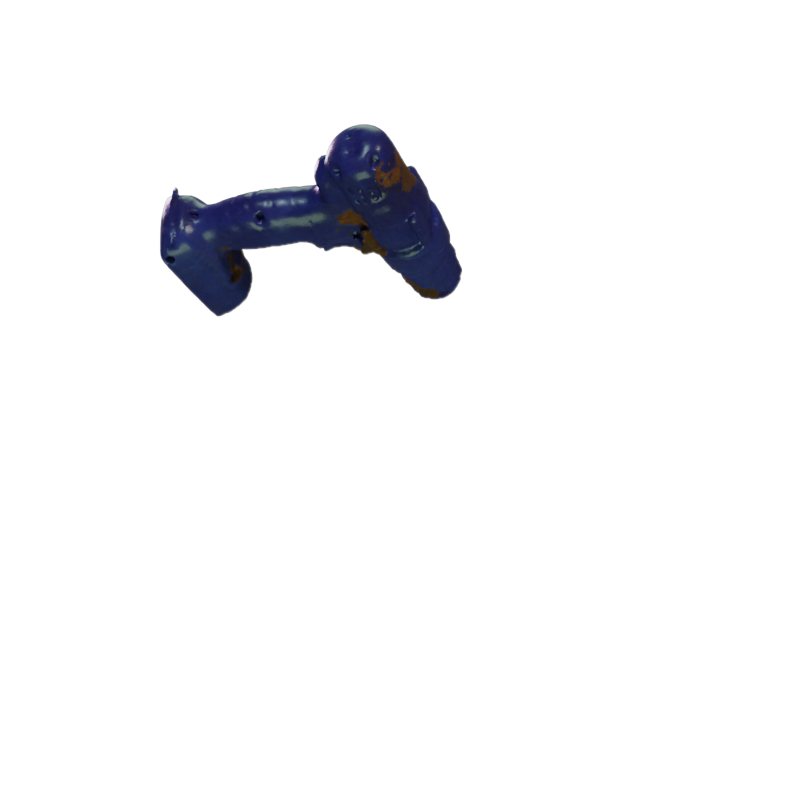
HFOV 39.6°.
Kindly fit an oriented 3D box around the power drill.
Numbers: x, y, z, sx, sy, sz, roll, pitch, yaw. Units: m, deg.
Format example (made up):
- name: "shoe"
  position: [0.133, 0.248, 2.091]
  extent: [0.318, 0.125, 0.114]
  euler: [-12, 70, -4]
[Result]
- name: "power drill"
  position: [-0.062, -0.114, 0.795]
  extent: [0.190, 0.061, 0.170]
  euler: [-12, -33, 18]
